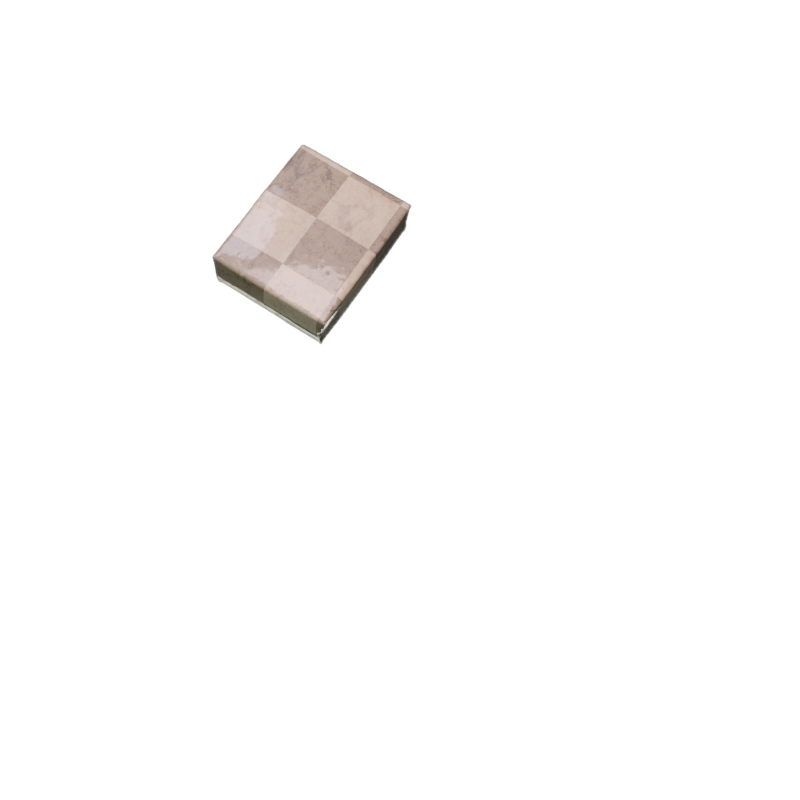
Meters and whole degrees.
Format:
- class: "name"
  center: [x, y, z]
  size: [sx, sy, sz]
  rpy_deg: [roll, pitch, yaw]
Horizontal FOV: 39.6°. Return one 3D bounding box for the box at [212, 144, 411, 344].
- class: "box"
  center: [-0.059, -0.108, 0.756]
  size: [0.093, 0.116, 0.037]
  rpy_deg: [29, -22, 13]
